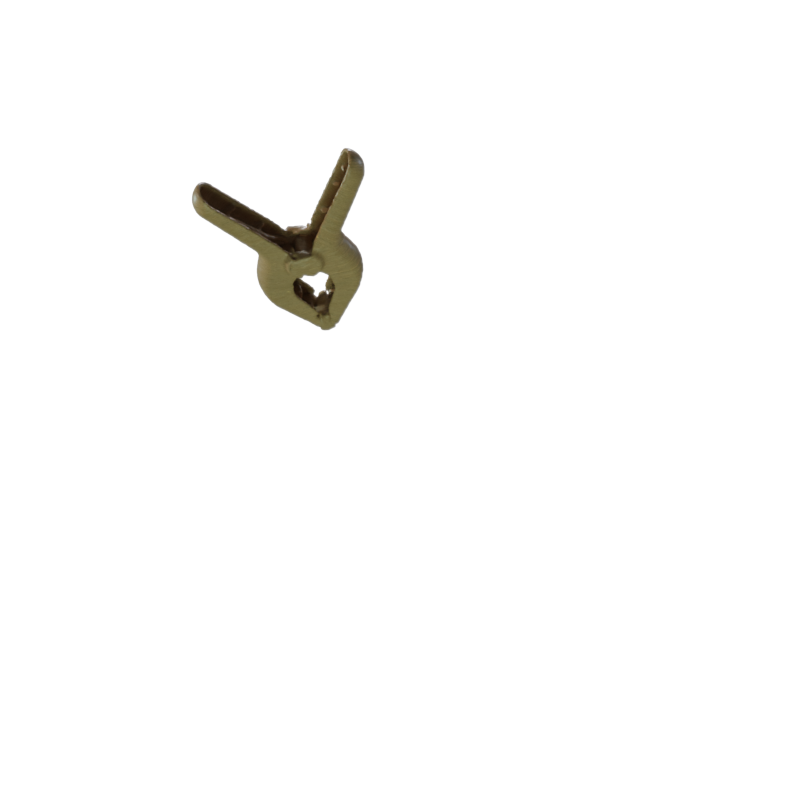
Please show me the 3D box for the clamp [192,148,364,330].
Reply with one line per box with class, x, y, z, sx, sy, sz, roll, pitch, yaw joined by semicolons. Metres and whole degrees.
clamp;-0.063;-0.115;0.806;0.121;0.042;0.158;-12;-35;17
